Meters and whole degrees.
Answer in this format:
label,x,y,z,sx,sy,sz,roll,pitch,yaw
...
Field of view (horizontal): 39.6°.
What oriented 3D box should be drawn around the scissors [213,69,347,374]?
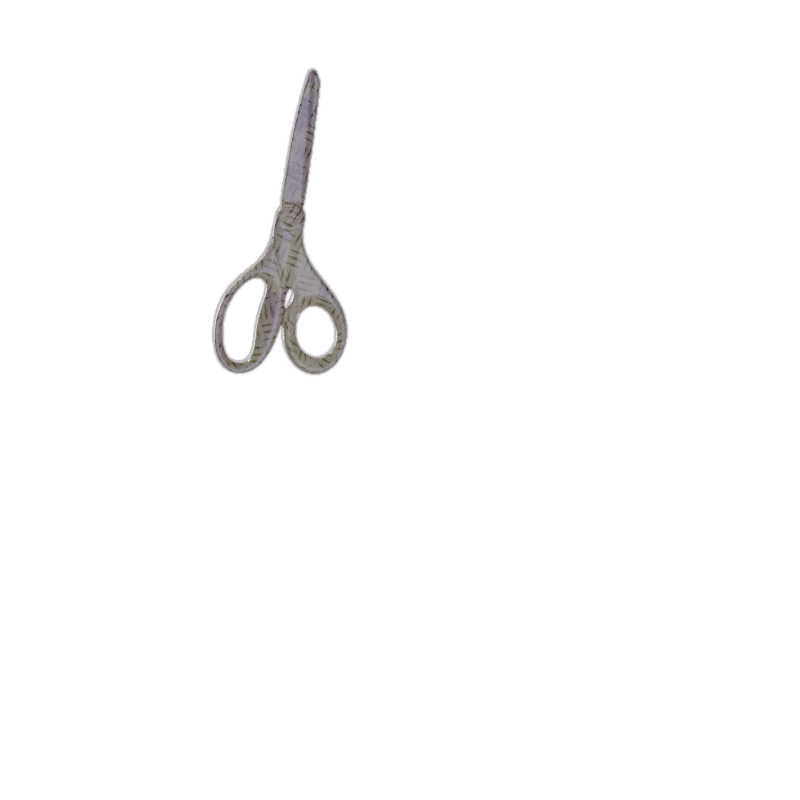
label,x,y,z,sx,sy,sz,roll,pitch,yaw
scissors,-0.056,-0.103,0.721,0.095,0.199,0.016,25,7,-4
